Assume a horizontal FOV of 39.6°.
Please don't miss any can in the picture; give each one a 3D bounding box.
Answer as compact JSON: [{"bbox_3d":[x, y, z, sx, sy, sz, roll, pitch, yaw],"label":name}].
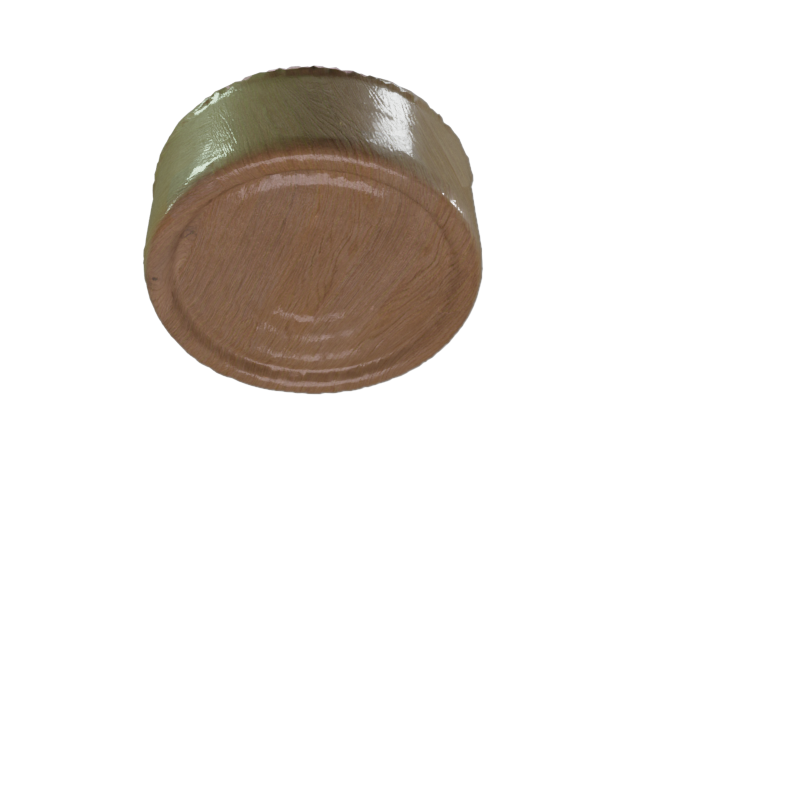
[{"bbox_3d":[-0.022,-0.041,0.285,0.086,0.036,0.080,1,-45,-1],"label":"can"}]
